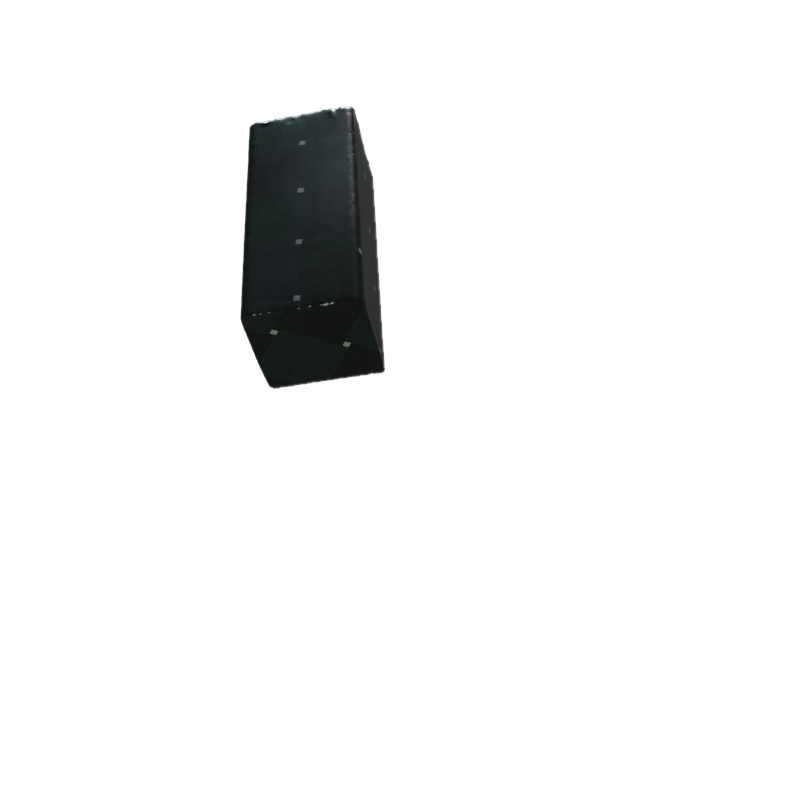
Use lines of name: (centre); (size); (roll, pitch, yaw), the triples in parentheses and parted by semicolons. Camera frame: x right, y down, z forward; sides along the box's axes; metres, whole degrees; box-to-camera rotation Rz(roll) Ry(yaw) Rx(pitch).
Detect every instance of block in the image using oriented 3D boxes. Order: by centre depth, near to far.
block: (-0.068, -0.124, 0.865); (0.091, 0.221, 0.083); (-9, -40, 7)
